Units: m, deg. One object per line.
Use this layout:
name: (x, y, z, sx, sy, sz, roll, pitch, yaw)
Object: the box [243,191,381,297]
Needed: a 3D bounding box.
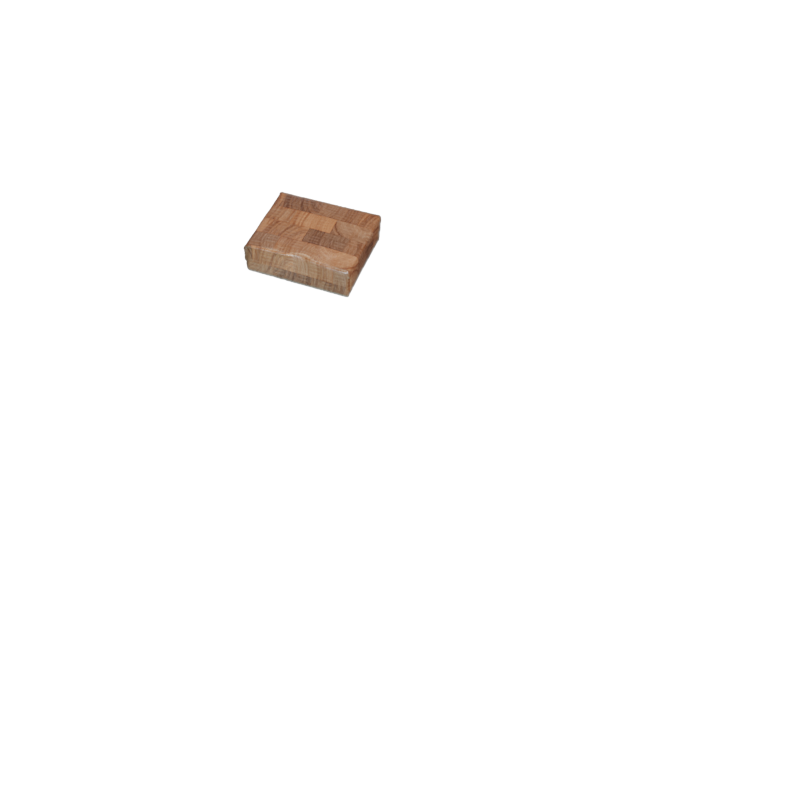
box: (-0.069, -0.126, 0.879, 0.092, 0.028, 0.076, 16, 47, 14)
